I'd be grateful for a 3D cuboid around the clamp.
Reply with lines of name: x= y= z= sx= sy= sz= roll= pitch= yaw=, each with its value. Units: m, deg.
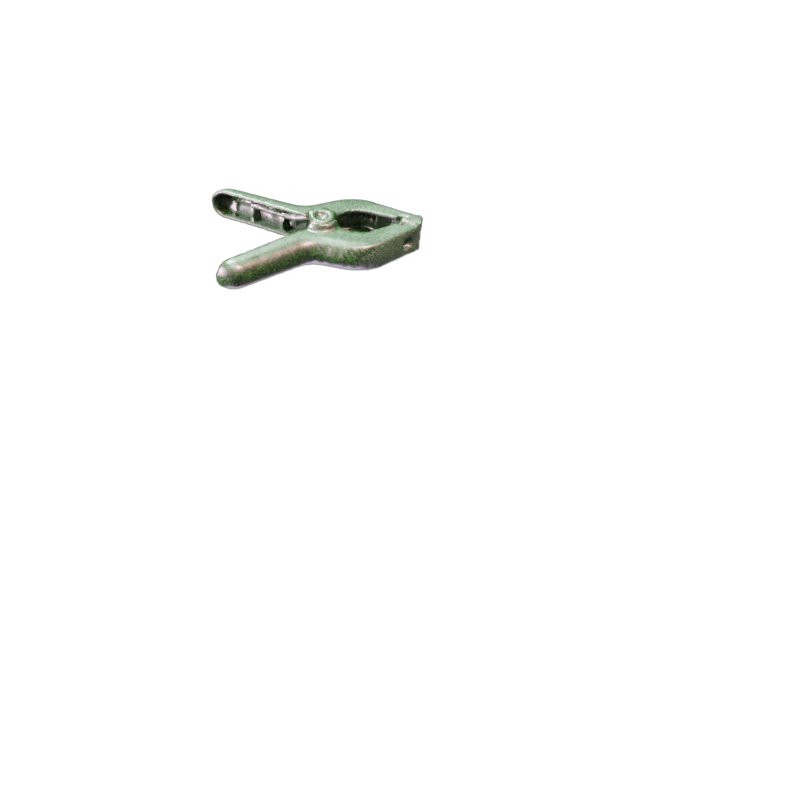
clamp: x=-0.068 y=-0.123 z=0.865 sx=0.172 sy=0.036 sz=0.129 roll=1 pitch=44 yaw=1
